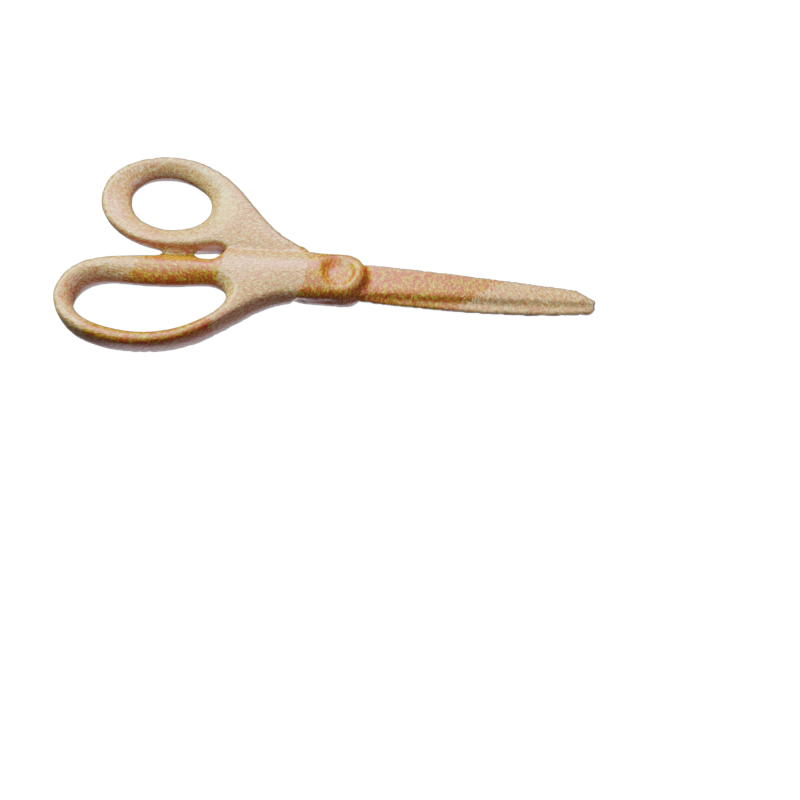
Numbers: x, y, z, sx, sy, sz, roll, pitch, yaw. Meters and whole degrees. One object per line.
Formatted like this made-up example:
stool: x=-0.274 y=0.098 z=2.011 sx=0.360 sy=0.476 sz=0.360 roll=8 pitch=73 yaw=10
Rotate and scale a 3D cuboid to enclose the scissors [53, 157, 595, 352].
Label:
scissors: x=-0.034 y=-0.062 z=0.436 sx=0.200 sy=0.103 sz=0.015 roll=-8 pitch=-32 yaw=-5
